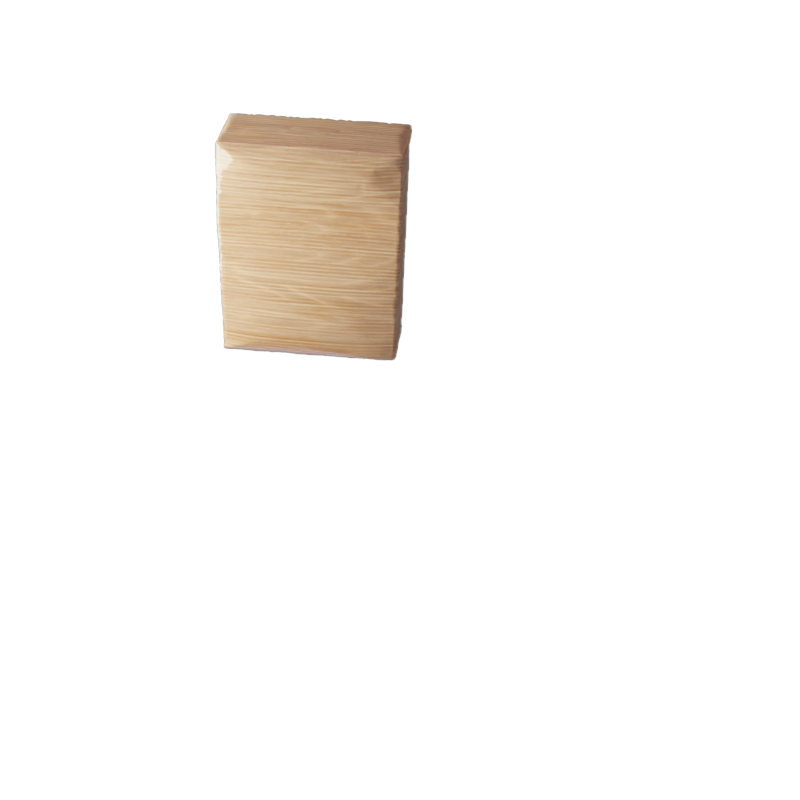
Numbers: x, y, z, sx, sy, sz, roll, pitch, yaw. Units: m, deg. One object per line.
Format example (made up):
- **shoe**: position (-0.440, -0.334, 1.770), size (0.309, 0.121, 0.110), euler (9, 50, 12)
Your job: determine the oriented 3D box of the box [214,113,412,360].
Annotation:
- **box**: position (-0.078, -0.142, 0.993), size (0.166, 0.201, 0.076), euler (6, 33, 6)
